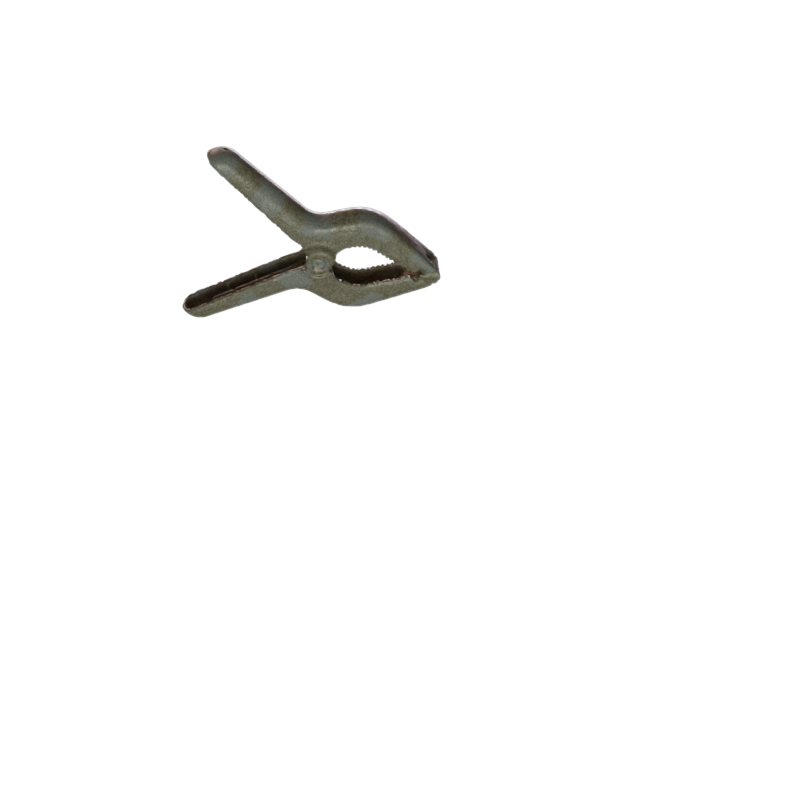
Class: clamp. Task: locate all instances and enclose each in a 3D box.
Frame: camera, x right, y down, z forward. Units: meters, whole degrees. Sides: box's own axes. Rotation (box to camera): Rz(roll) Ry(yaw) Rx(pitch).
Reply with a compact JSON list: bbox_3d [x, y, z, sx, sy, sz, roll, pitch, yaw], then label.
[{"bbox_3d":[-0.070,-0.128,0.894,0.209,0.154,0.039,4,41,-3],"label":"clamp"}]
